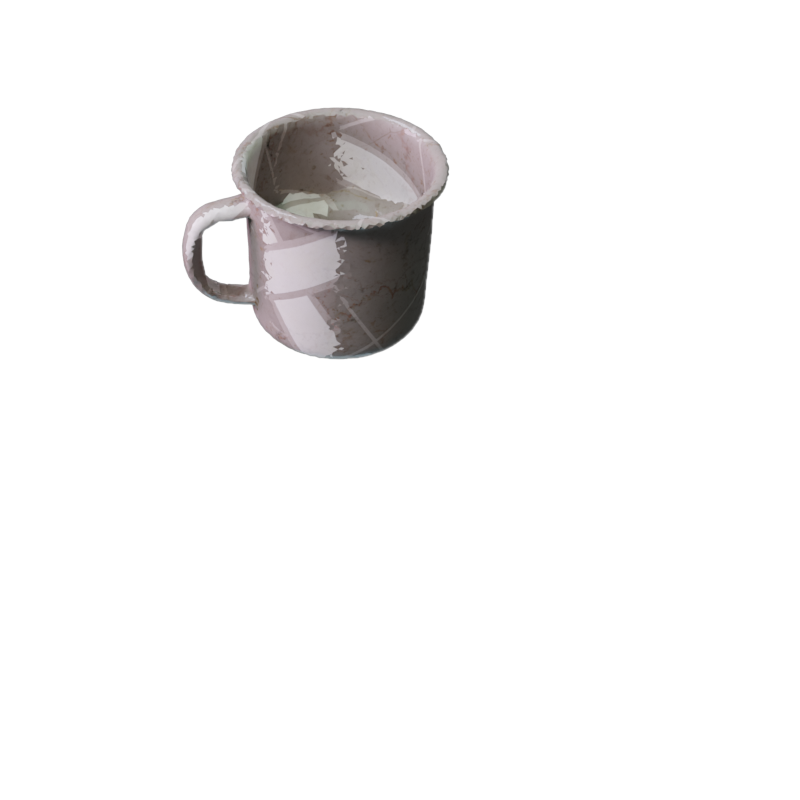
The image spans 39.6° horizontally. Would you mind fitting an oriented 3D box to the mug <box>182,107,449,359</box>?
[{"bbox_3d":[-0.039,-0.071,0.495,0.116,0.076,0.101,-12,43,-14],"label":"mug"}]
